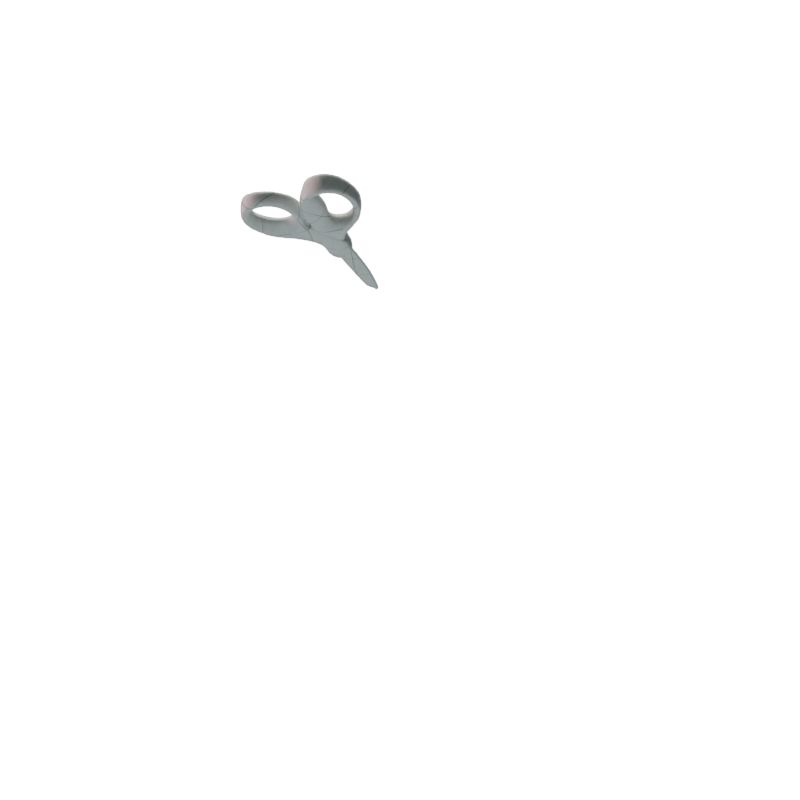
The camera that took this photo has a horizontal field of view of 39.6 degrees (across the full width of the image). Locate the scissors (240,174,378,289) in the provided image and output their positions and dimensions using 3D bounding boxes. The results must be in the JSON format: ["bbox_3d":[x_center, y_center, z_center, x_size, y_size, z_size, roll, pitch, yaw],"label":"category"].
[{"bbox_3d":[-0.067,-0.122,0.852,0.096,0.016,0.192,0,-17,1],"label":"scissors"}]
